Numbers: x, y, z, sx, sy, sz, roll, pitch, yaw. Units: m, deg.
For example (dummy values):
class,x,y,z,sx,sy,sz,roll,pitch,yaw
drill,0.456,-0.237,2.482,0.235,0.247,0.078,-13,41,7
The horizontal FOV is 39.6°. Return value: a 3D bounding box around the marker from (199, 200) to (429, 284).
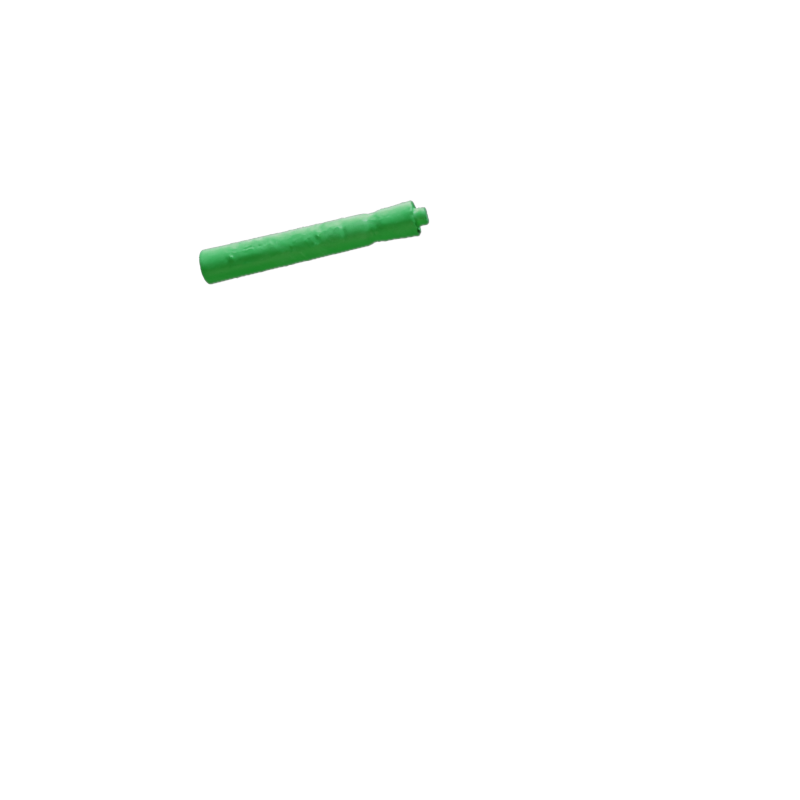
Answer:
class,x,y,z,sx,sy,sz,roll,pitch,yaw
marker,-0.045,-0.082,0.573,0.122,0.020,0.020,-11,2,13
